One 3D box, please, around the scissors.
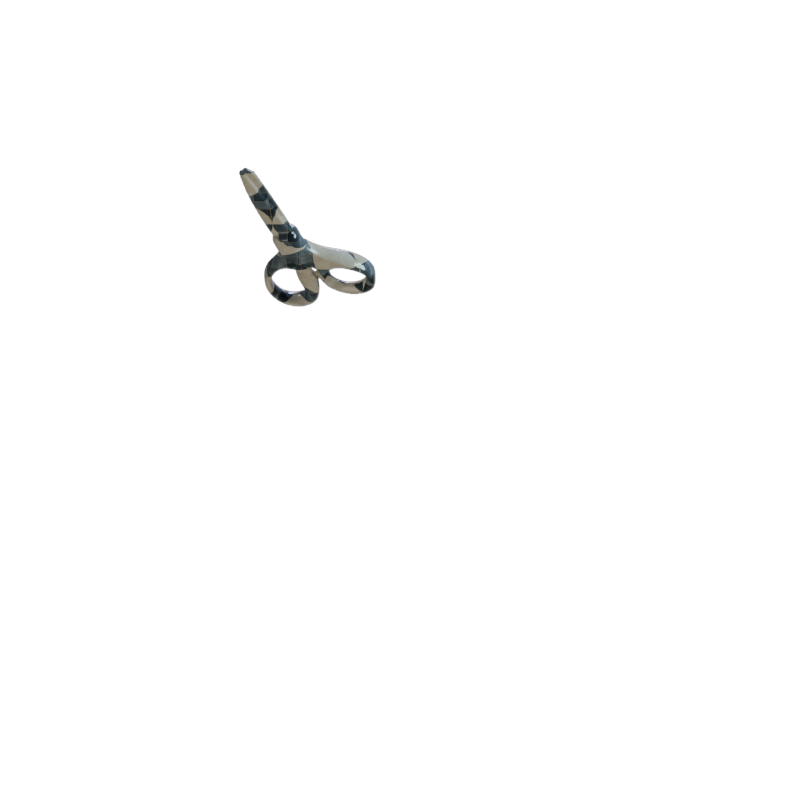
[{"bbox_3d":[-0.064,-0.116,0.814,0.096,0.017,0.191,1,-21,-3],"label":"scissors"}]
